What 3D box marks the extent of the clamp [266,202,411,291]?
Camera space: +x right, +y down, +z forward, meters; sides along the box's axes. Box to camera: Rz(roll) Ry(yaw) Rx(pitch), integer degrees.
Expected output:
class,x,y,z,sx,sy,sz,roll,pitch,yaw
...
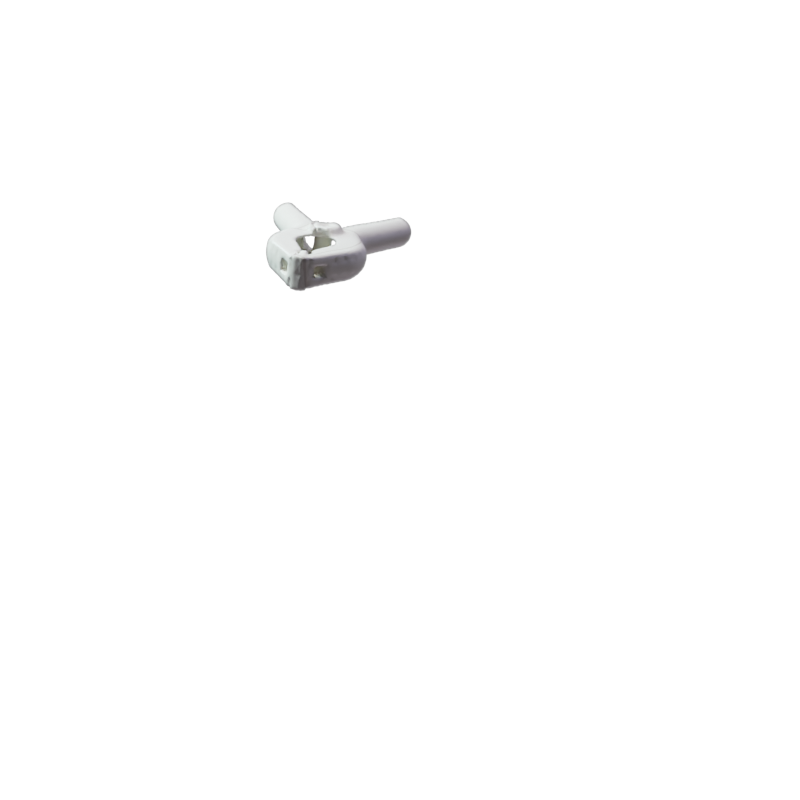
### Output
class,x,y,z,sx,sy,sz,roll,pitch,yaw
clamp,-0.071,-0.129,0.904,0.124,0.038,0.173,7,20,18
